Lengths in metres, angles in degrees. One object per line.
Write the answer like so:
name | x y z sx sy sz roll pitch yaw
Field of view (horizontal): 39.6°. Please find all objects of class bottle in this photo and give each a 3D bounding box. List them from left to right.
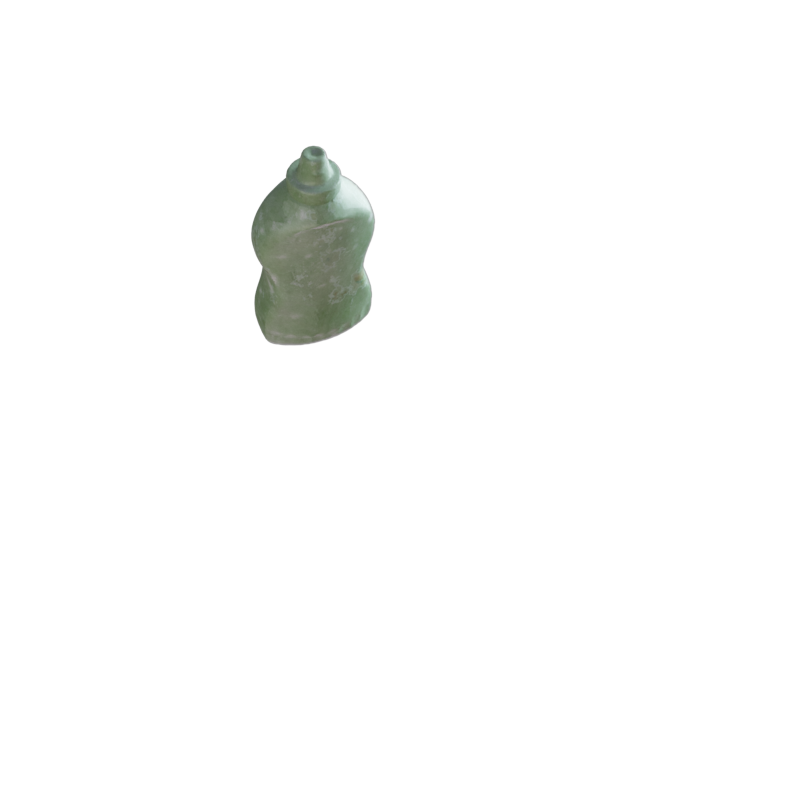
bottle | -0.068 -0.123 0.865 0.095 0.063 0.179 -15 -35 -14
